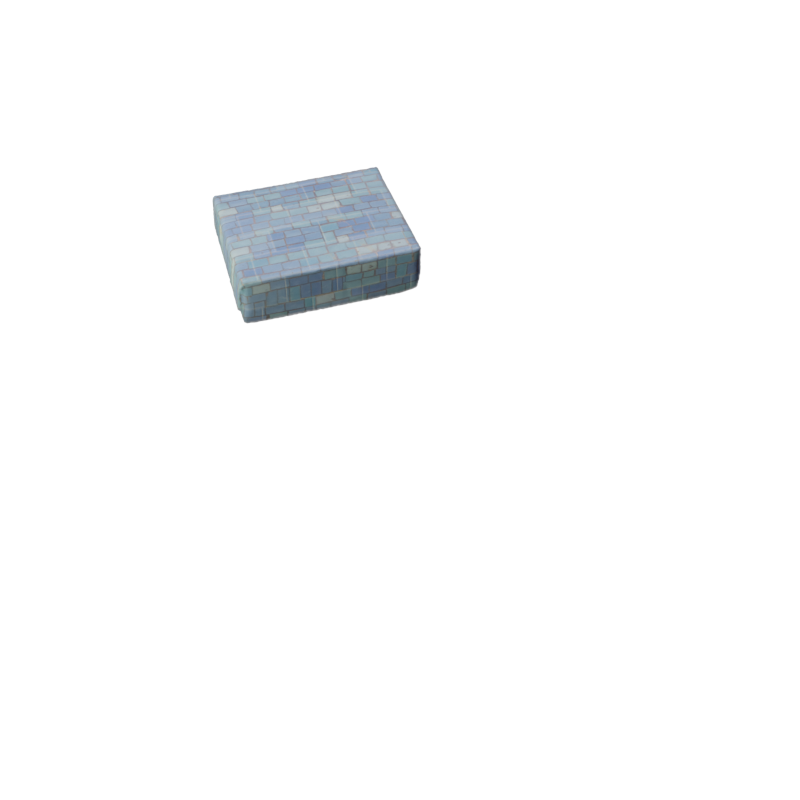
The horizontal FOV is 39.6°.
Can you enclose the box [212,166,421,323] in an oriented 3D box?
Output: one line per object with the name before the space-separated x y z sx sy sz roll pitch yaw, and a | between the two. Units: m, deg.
box | -0.054 -0.098 0.690 0.112 0.036 0.097 -11 45 -12
